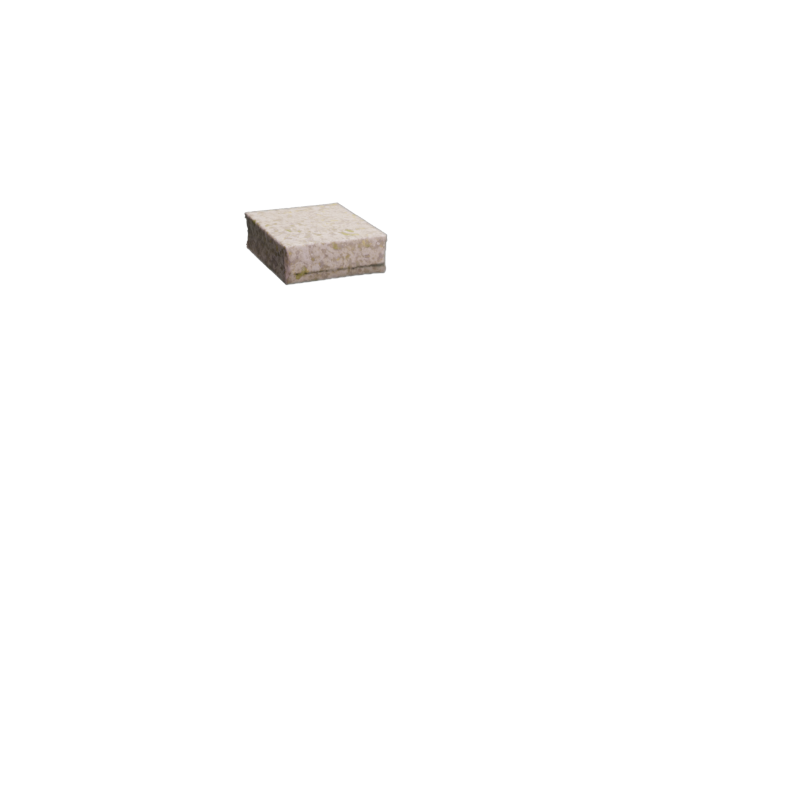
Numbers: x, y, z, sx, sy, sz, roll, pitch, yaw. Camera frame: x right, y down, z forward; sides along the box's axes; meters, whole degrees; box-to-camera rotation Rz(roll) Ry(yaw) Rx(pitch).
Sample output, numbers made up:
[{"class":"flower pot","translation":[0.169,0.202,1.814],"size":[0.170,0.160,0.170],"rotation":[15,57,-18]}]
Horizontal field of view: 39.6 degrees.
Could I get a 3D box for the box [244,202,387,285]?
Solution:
[{"class":"box","translation":[-0.074,-0.135,0.943],"size":[0.088,0.037,0.121],"rotation":[-9,23,-22]}]
